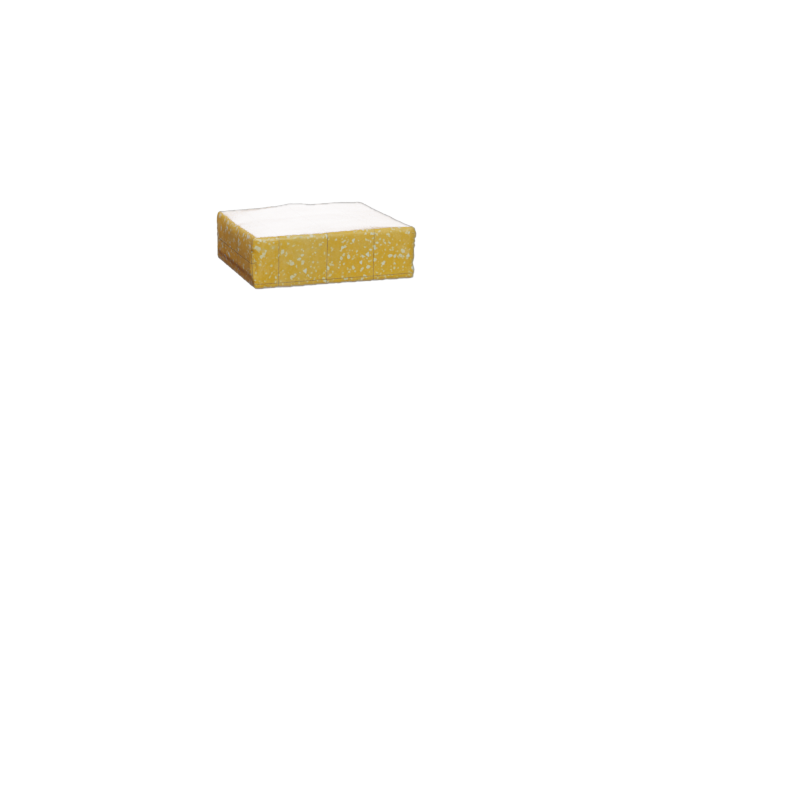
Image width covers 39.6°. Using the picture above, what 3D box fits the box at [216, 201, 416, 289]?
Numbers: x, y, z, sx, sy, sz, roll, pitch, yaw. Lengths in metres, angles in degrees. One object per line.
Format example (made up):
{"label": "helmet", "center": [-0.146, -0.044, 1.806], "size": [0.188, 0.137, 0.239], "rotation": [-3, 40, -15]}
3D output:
{"label": "box", "center": [-0.046, -0.084, 0.590], "size": [0.087, 0.029, 0.077], "rotation": [-7, 21, -20]}
